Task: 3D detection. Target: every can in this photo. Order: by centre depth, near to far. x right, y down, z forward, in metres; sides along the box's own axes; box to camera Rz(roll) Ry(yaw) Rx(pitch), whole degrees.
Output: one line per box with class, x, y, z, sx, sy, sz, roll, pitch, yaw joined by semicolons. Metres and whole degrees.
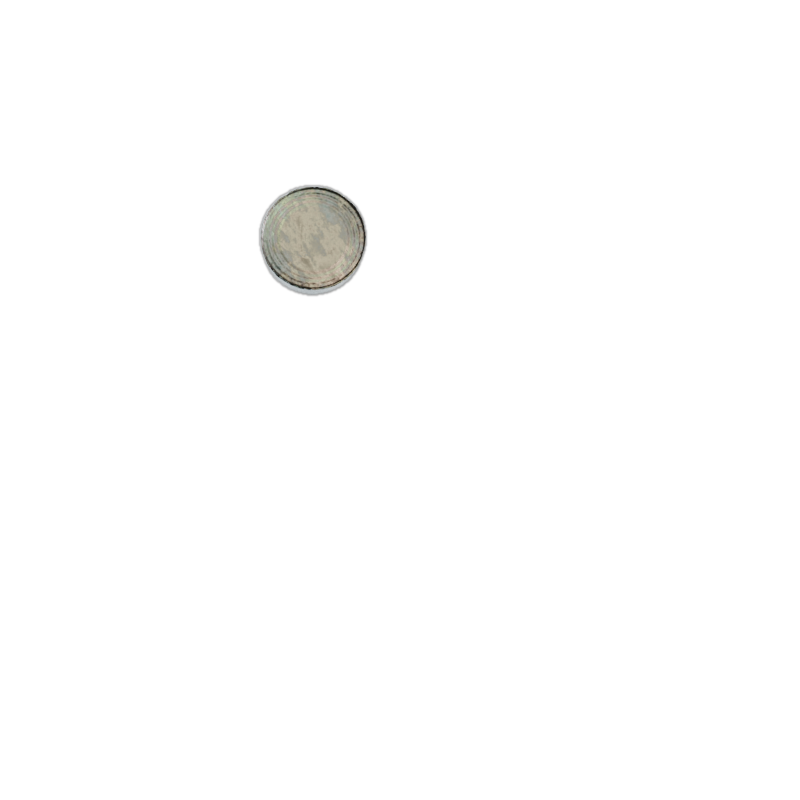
can;-0.071;-0.129;0.906;0.086;0.088;0.033;0;-12;-1
